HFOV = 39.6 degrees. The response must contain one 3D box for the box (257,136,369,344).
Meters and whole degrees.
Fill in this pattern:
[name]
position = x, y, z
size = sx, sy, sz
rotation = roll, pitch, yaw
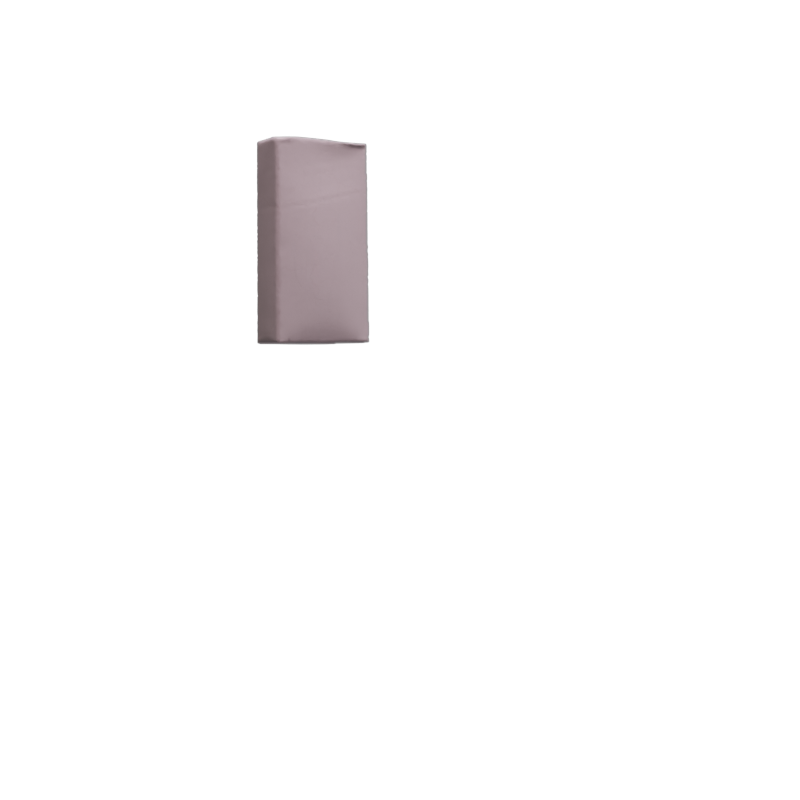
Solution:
[box]
position = -0.075, -0.137, 0.960
size = 0.090, 0.177, 0.049
rotation = 1, -2, -31
